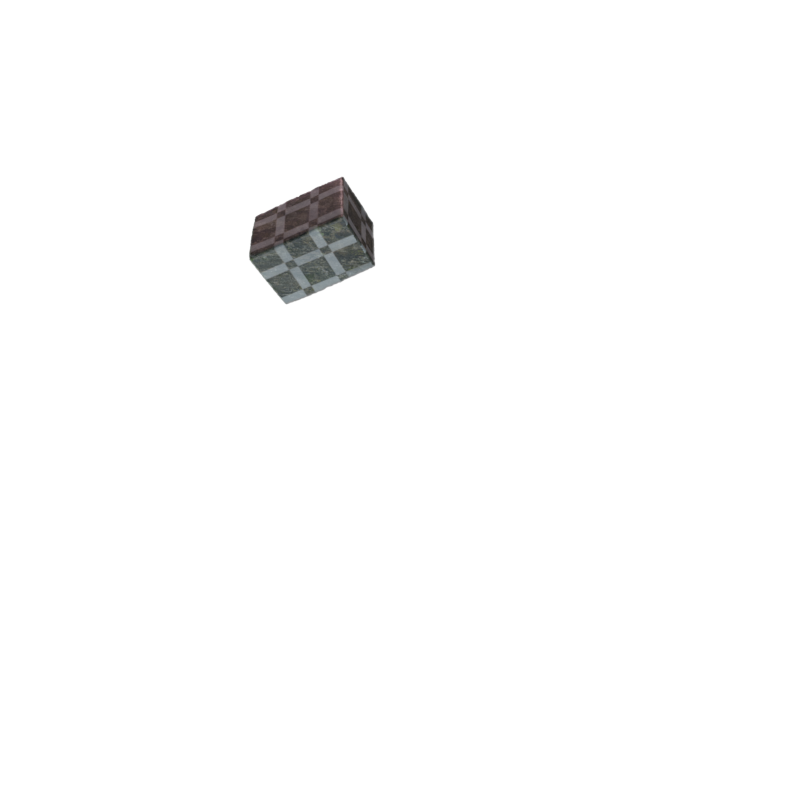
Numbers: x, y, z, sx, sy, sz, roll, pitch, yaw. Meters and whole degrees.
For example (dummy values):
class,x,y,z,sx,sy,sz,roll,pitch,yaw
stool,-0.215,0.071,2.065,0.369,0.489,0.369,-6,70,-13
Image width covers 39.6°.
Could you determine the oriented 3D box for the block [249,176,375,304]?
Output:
class,x,y,z,sx,sy,sz,roll,pitch,yaw
block,-0.064,-0.116,0.812,0.078,0.055,0.049,-22,-51,17
